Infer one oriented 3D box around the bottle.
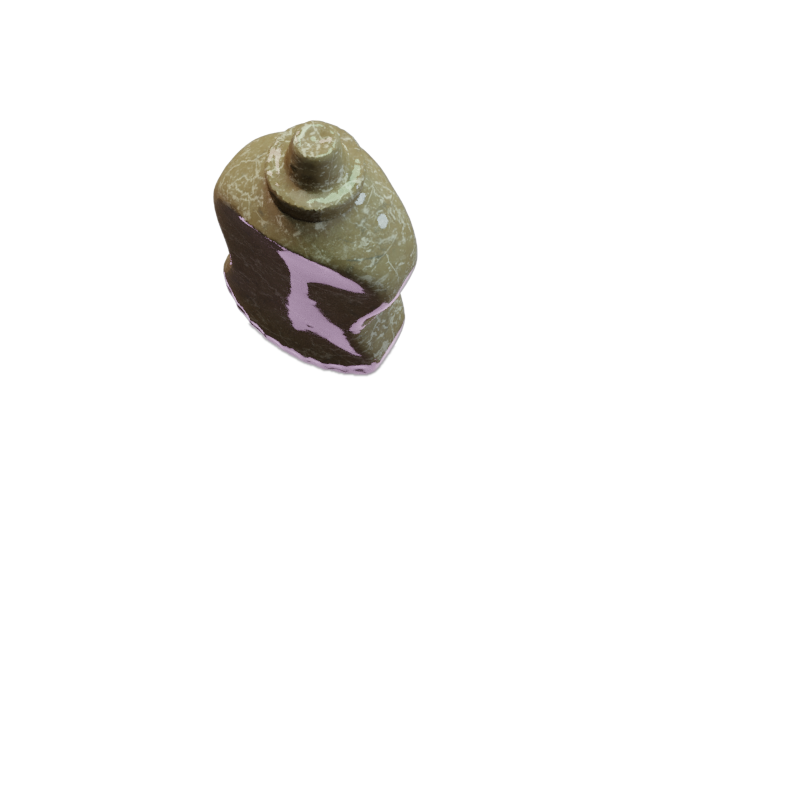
[{"bbox_3d":[-0.040,-0.073,0.512,0.098,0.059,0.183,34,-16,7],"label":"bottle"}]
